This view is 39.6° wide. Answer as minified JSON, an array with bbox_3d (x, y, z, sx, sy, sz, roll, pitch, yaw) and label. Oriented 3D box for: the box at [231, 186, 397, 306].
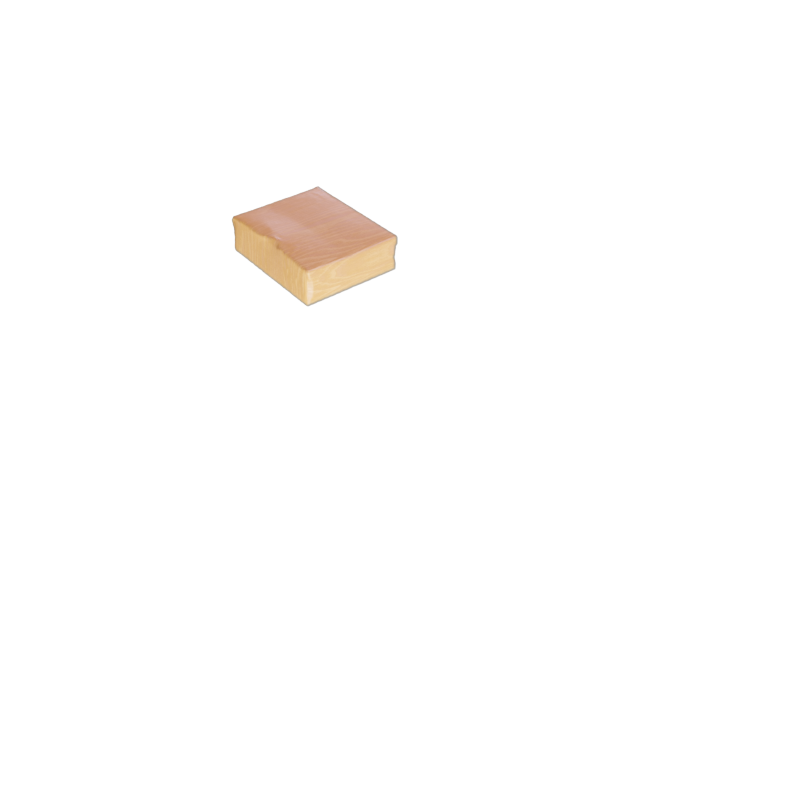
[{"bbox_3d":[-0.058,-0.105,0.736,0.072,0.028,0.096,-24,43,-29],"label":"box"}]
